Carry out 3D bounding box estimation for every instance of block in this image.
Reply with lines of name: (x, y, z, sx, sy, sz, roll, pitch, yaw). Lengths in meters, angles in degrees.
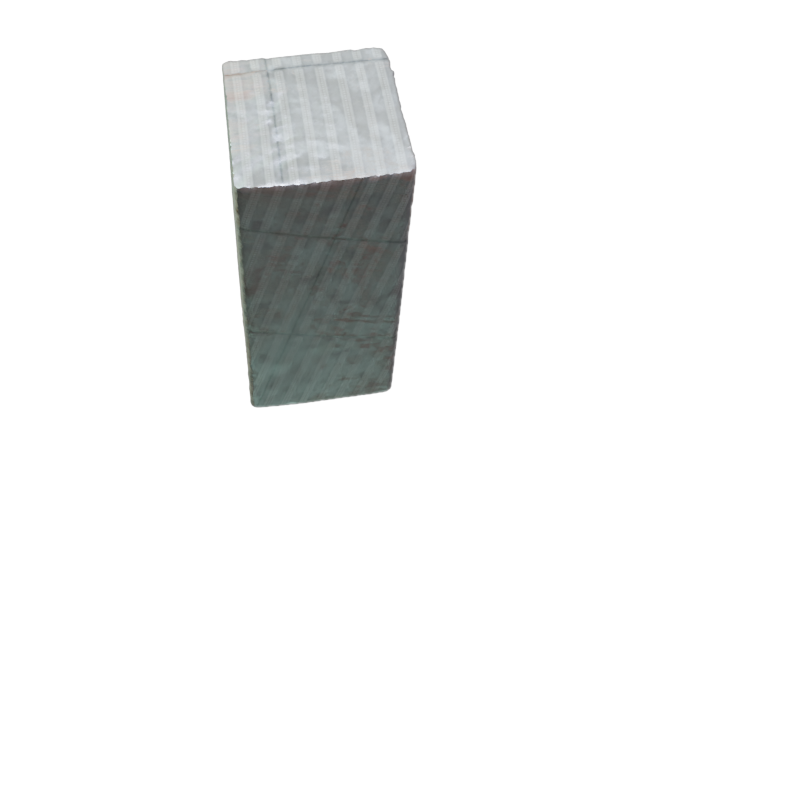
block: (-0.049, -0.090, 0.632, 0.089, 0.097, 0.193, -6, -33, -8)
